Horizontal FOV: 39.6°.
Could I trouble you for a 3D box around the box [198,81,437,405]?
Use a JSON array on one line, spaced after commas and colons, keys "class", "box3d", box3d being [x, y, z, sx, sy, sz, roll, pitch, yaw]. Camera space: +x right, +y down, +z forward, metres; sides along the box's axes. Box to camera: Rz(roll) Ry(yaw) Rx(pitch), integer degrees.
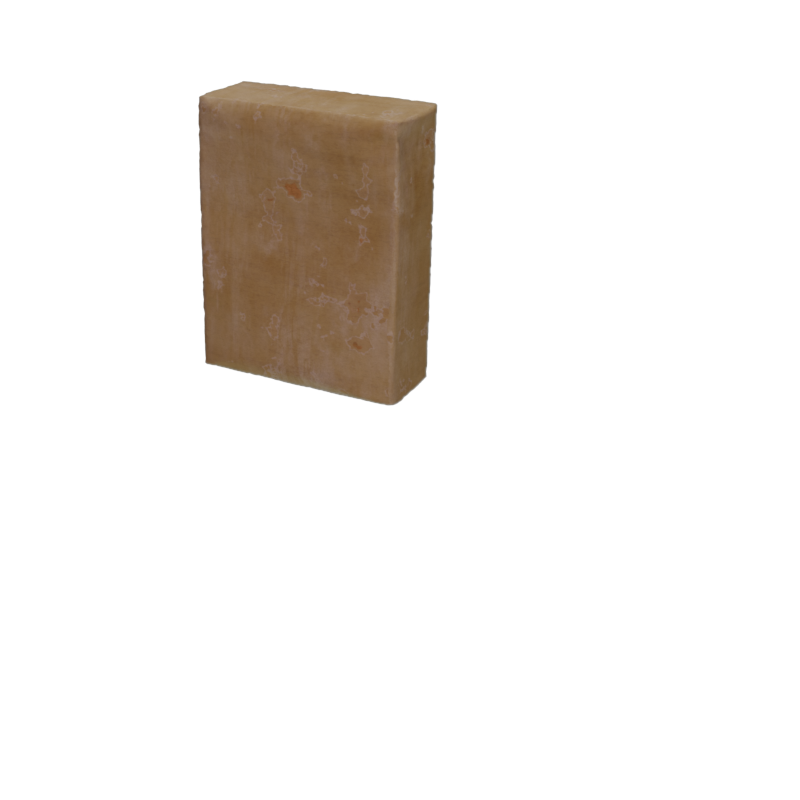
[{"class": "box", "box3d": [-0.064, -0.116, 0.814, 0.171, 0.204, 0.072, 13, 24, 25]}]
